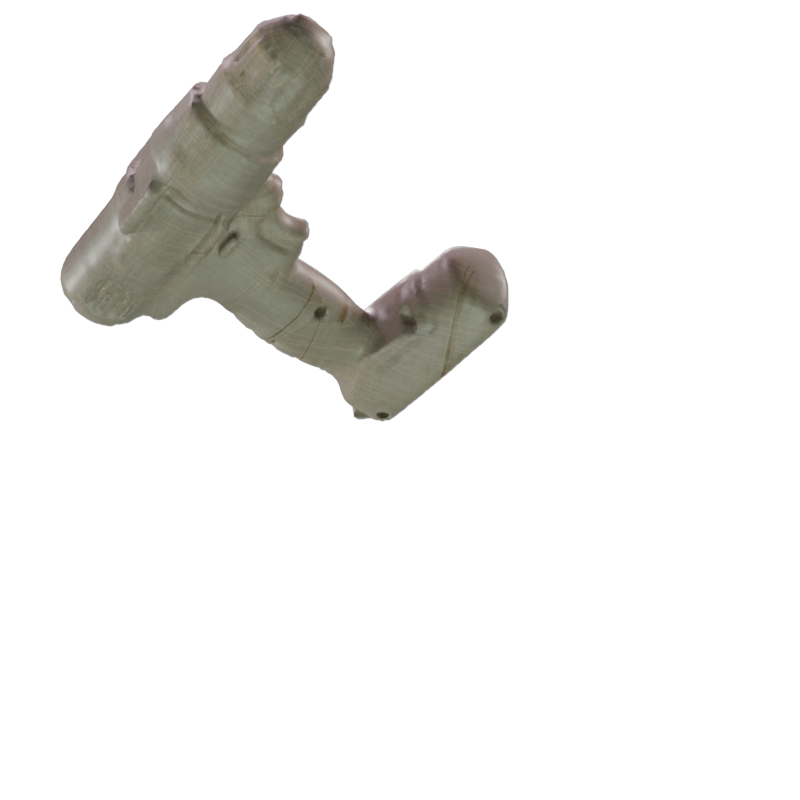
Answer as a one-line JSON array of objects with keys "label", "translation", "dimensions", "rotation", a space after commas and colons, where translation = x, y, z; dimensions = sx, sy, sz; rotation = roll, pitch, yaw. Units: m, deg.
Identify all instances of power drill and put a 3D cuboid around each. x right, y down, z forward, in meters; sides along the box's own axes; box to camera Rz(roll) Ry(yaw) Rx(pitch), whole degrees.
[{"label": "power drill", "translation": [-0.041, -0.075, 0.524], "dimensions": [0.178, 0.062, 0.181], "rotation": [29, -52, -26]}]
